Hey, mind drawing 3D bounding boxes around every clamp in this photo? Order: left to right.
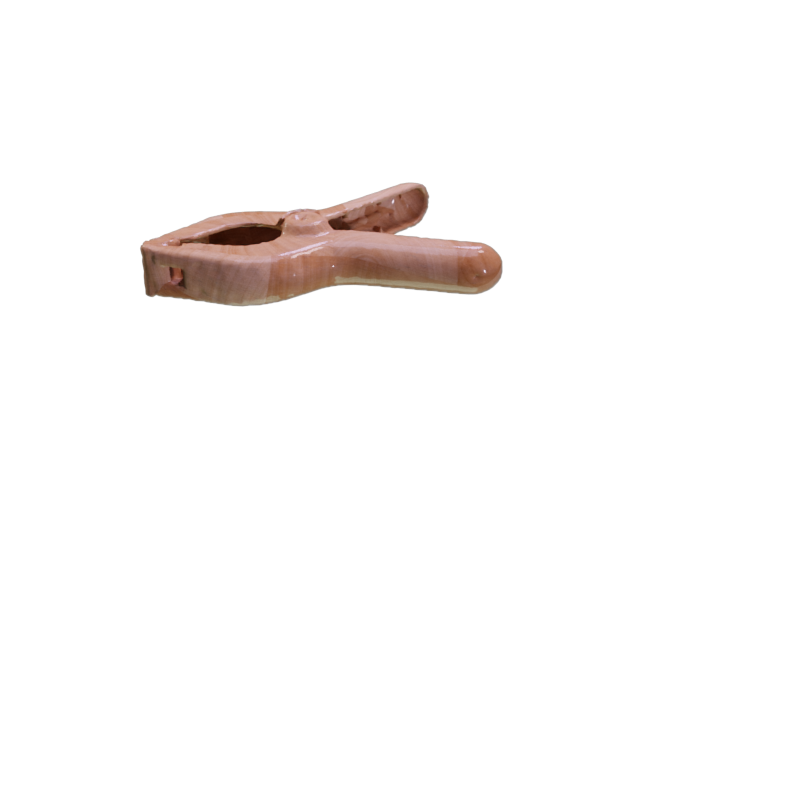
[{"bbox_3d":[-0.044,-0.081,0.567,0.170,0.038,0.126,-2,22,-6],"label":"clamp"}]
